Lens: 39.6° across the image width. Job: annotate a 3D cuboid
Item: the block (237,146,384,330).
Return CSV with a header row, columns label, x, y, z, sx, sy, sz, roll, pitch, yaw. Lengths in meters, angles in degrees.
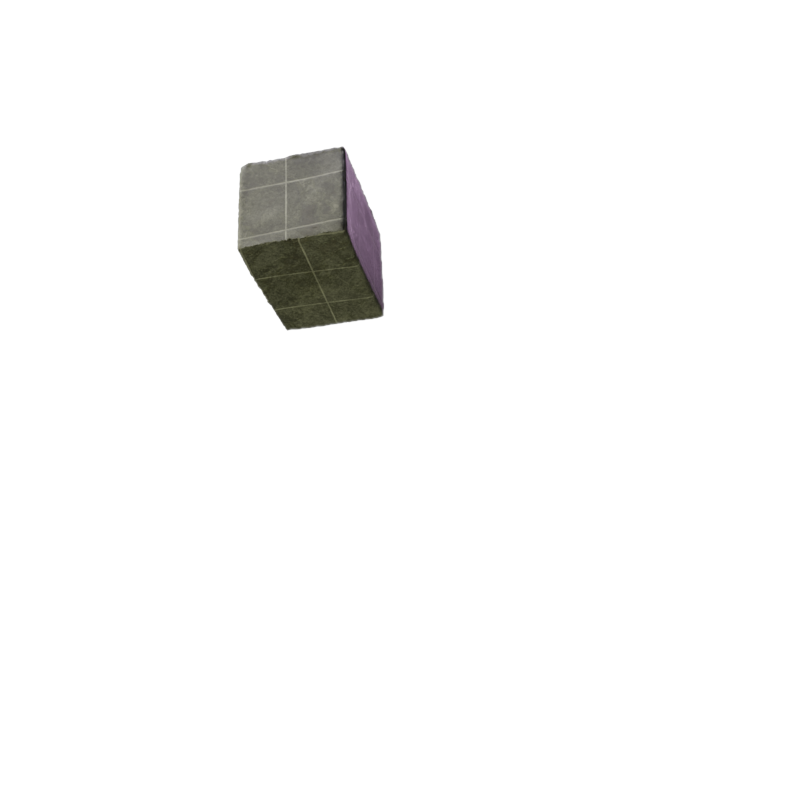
label,x,y,z,sx,sy,sz,roll,pitch,yaw
block,-0.042,-0.077,0.537,0.053,0.055,0.072,-8,-31,11
